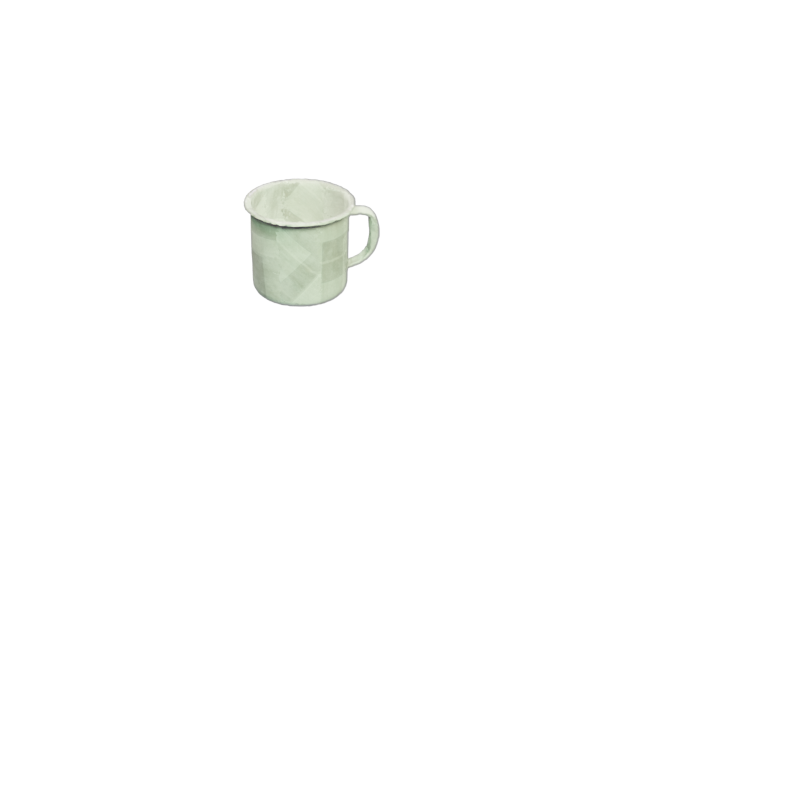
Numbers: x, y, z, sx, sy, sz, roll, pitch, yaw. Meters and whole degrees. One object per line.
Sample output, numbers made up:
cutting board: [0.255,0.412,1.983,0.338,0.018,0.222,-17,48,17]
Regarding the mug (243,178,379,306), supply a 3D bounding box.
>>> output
mug: [-0.074,-0.134,0.940,0.115,0.077,0.100,-11,33,-19]
